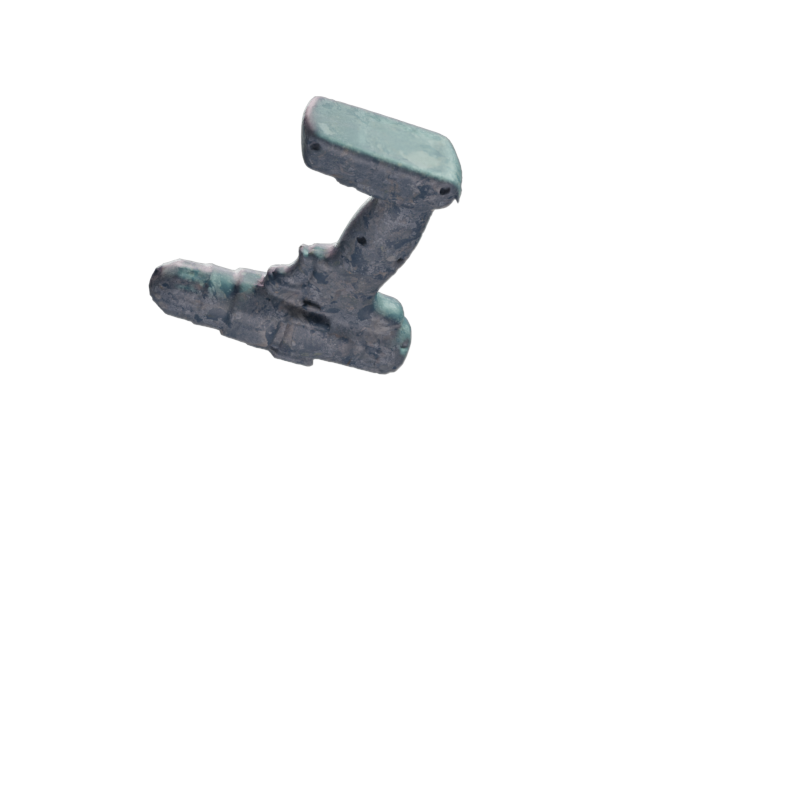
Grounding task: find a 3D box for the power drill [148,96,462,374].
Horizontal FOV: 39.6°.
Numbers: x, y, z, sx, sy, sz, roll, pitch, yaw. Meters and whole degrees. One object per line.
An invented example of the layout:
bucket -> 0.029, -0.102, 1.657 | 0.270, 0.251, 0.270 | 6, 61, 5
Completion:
power drill -> -0.056, -0.103, 0.720 | 0.180, 0.062, 0.179 | 15, -47, -15
